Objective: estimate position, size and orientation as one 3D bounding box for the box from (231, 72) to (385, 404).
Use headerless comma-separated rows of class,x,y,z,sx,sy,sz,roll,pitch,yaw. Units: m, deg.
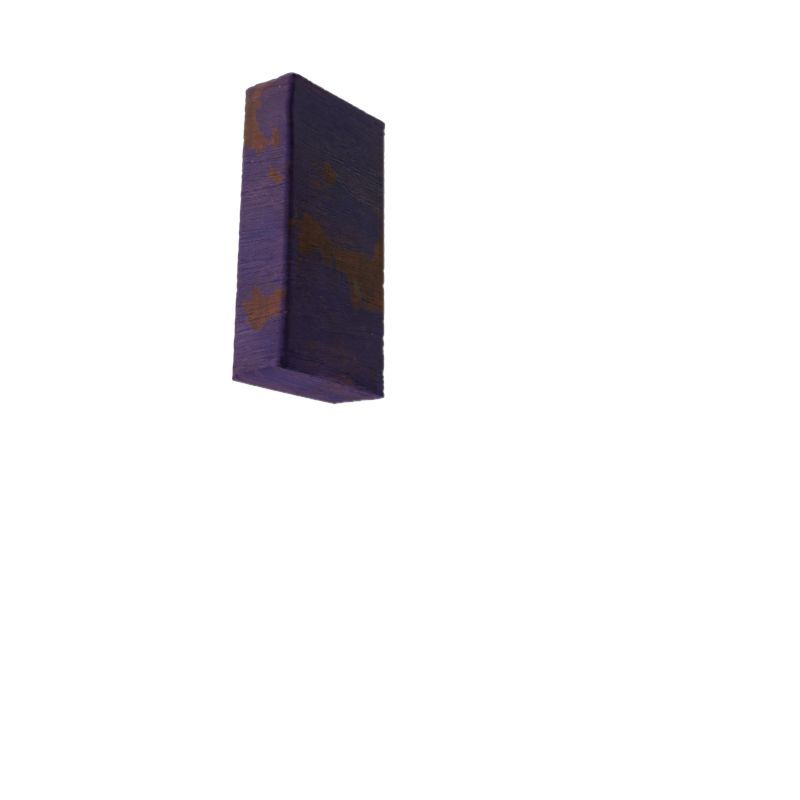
box,-0.051,-0.093,0.651,0.049,0.184,0.088,-15,-22,35
